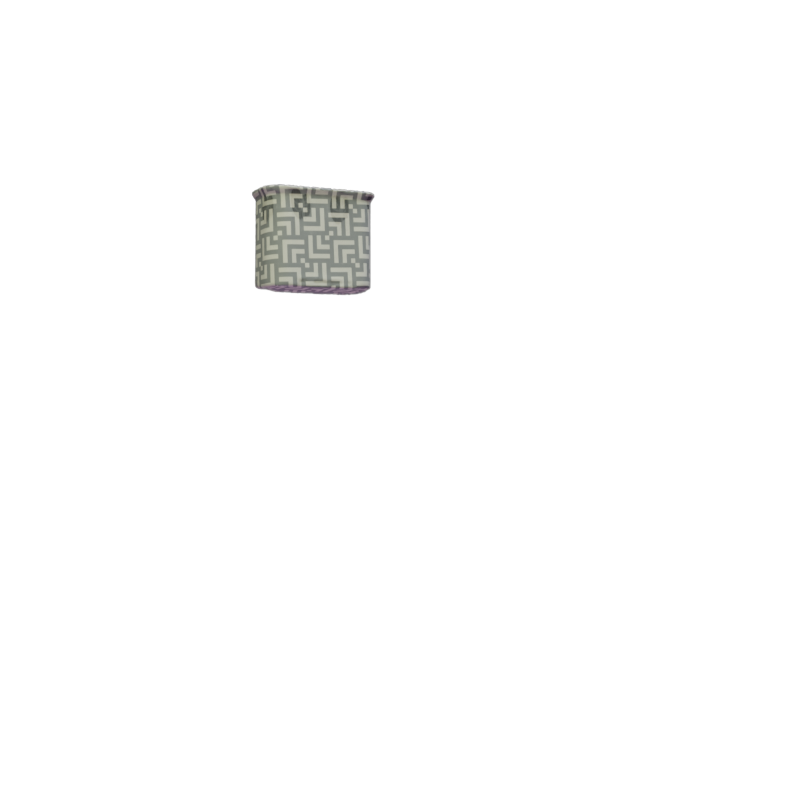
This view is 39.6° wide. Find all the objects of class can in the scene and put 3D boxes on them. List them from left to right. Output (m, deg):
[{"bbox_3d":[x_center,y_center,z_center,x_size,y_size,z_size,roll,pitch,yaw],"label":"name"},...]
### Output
[{"bbox_3d":[-0.073,-0.134,0.937,0.099,0.085,0.058,1,-6,-24],"label":"can"}]
